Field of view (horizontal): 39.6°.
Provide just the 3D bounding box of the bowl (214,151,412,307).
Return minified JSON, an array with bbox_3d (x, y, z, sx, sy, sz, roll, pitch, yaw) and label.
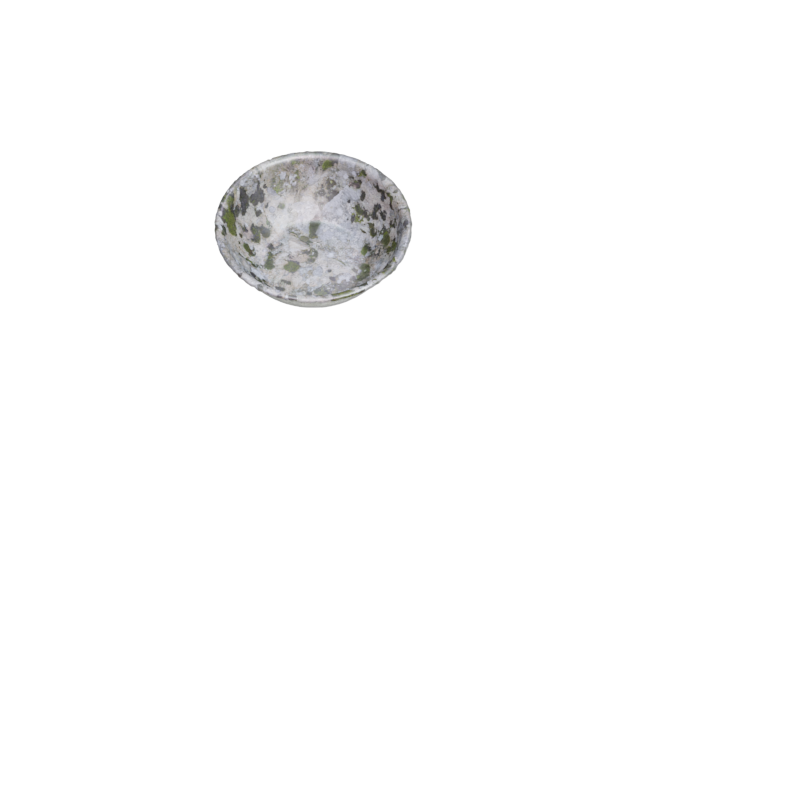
[{"bbox_3d":[-0.072,-0.132,0.926,0.162,0.174,0.051,-1,-36,-1],"label":"bowl"}]
